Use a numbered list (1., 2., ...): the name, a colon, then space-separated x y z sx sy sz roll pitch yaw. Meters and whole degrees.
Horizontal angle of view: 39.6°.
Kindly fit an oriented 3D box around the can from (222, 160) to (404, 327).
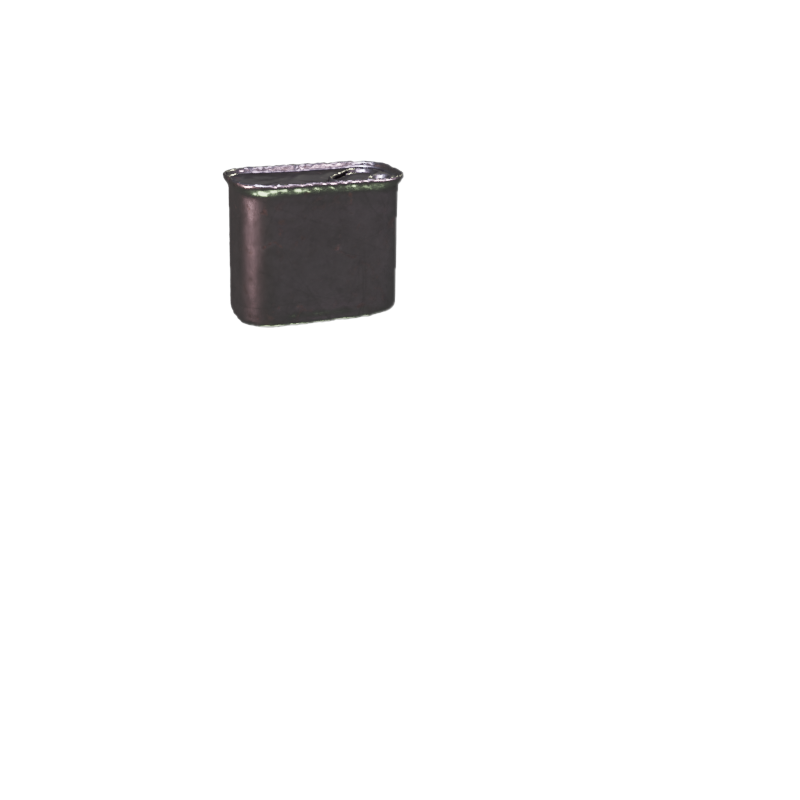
1. can: -0.051 -0.093 0.651 0.100 0.081 0.061 -7 19 -19
